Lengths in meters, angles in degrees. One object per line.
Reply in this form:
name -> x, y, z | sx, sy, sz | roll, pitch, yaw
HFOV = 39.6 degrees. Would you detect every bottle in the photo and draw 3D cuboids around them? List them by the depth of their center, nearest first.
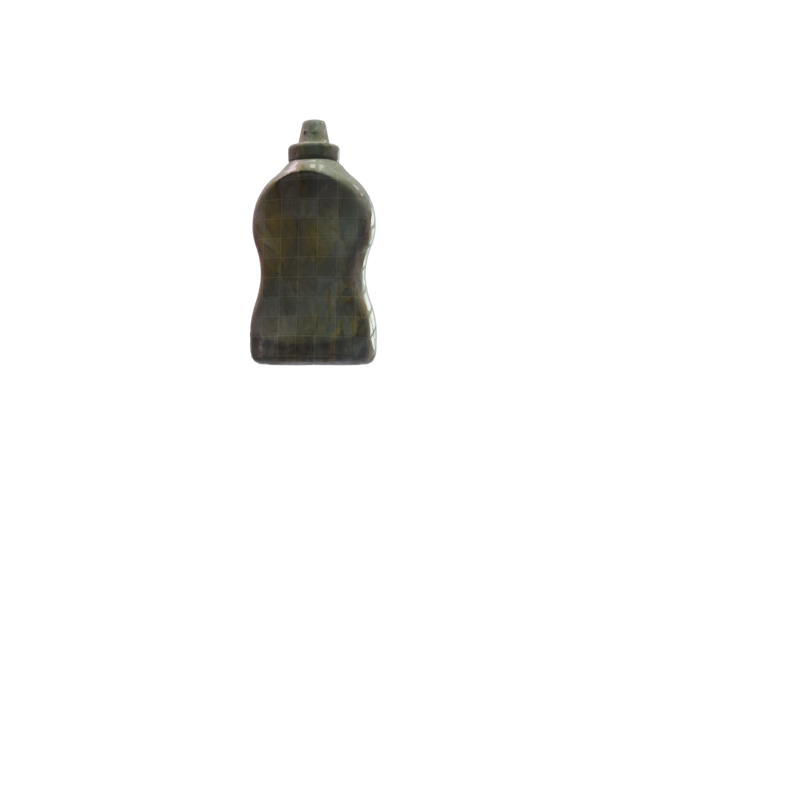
bottle -> -0.068, -0.124, 0.865 | 0.098, 0.195, 0.056 | -2, -6, 17
